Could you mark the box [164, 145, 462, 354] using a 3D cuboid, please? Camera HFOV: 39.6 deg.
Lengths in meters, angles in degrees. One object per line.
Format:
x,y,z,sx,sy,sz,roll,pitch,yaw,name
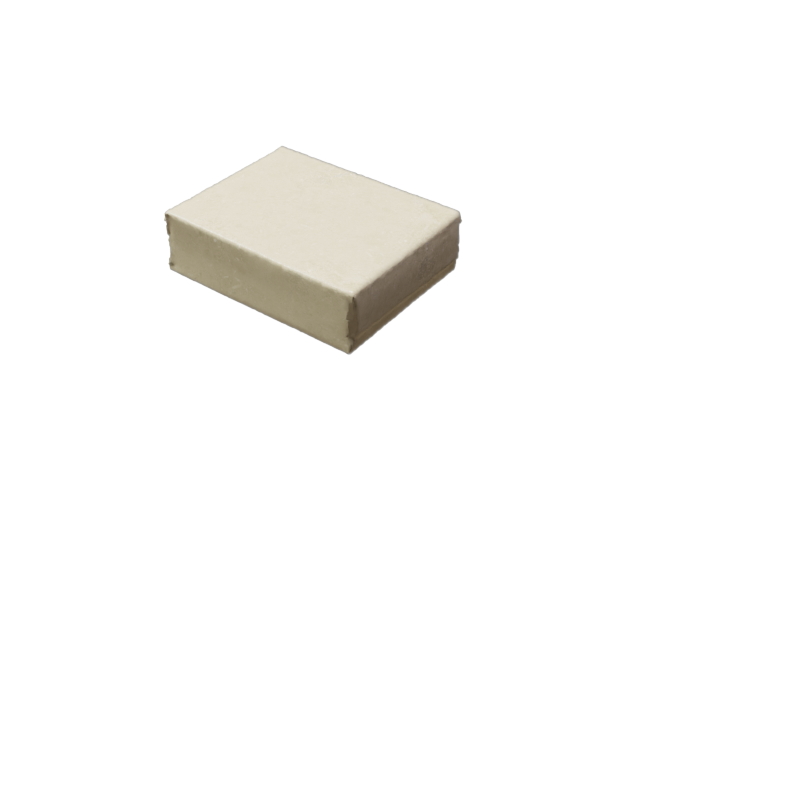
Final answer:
-0.041,-0.076,0.530,0.120,0.036,0.091,23,41,28,box
